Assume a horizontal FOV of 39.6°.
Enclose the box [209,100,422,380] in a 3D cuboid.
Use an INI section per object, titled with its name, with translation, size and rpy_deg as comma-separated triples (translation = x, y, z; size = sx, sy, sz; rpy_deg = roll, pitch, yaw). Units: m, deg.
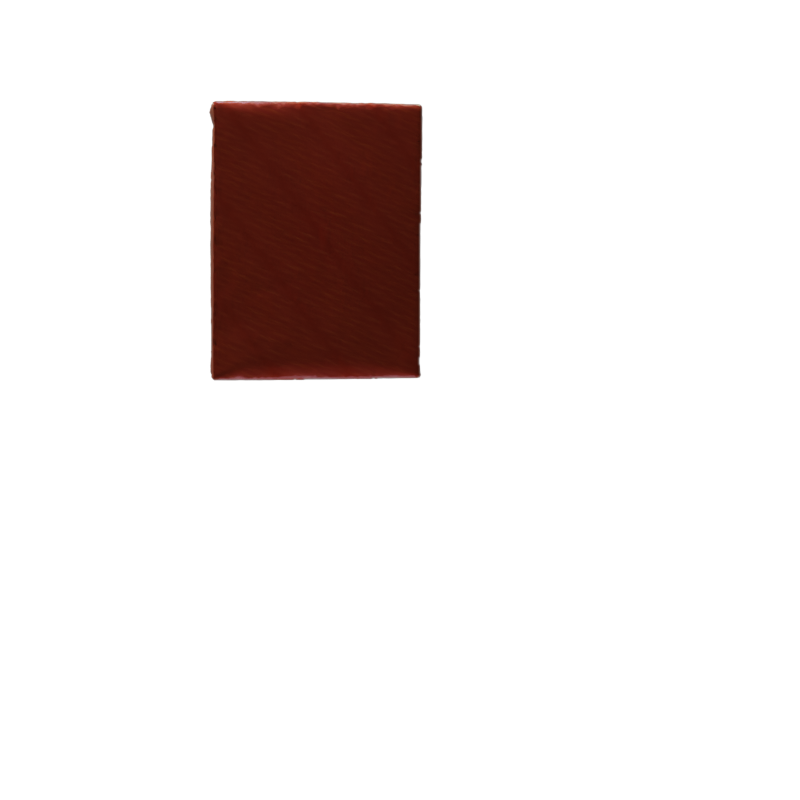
[box]
translation = -0.069, -0.125, 0.876
size = 0.162, 0.214, 0.073
rpy_deg = 0, 1, -9
